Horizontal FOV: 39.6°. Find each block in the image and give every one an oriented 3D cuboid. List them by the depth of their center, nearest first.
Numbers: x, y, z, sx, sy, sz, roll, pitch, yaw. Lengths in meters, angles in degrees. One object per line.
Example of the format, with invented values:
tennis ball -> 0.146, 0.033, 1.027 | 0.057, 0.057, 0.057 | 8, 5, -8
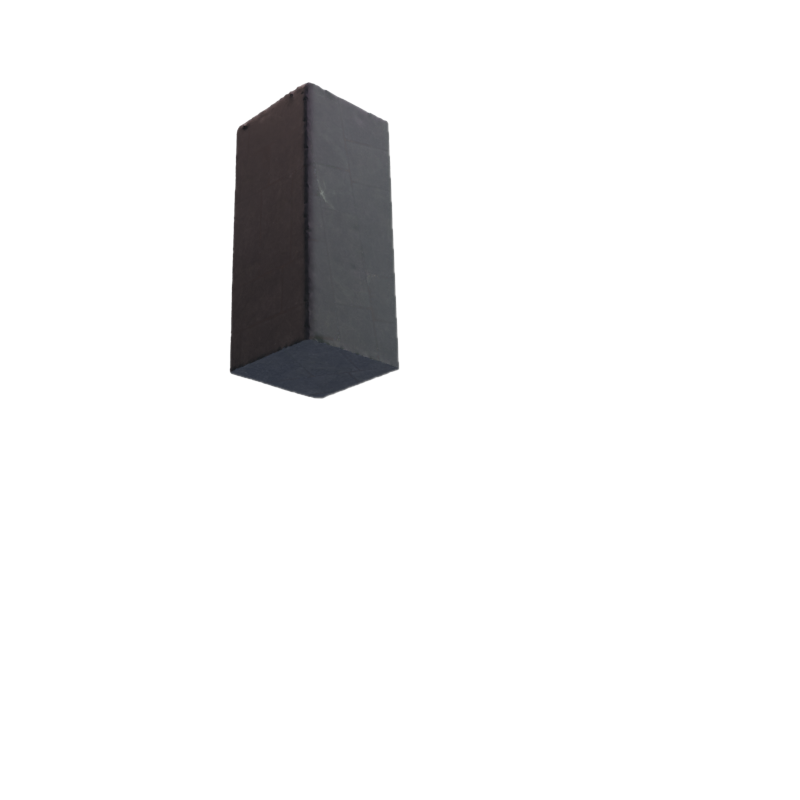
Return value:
block -> -0.066, -0.119, 0.831 | 0.085, 0.218, 0.091 | 20, -32, -39
